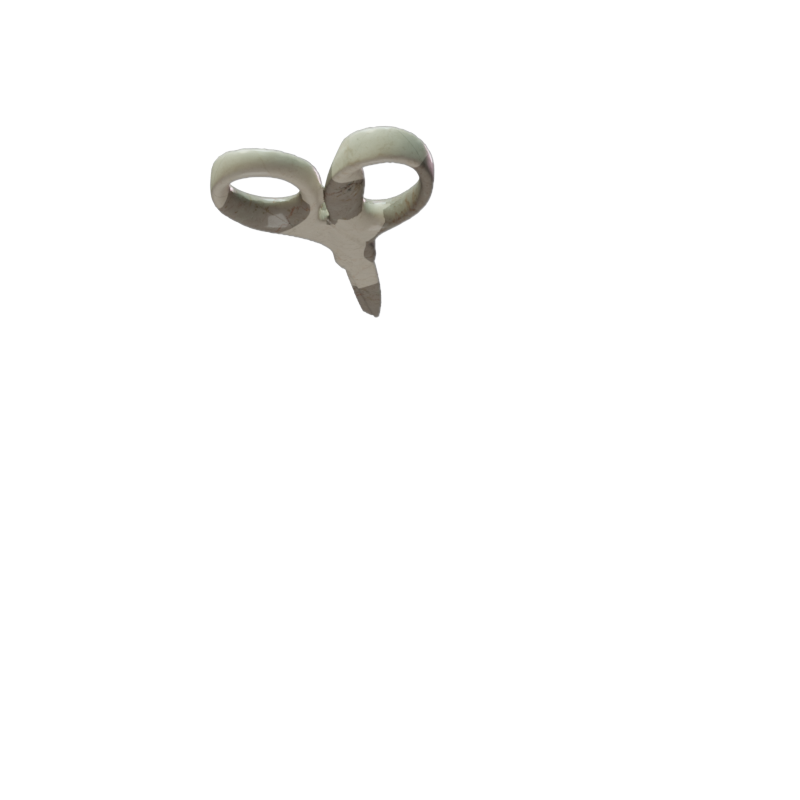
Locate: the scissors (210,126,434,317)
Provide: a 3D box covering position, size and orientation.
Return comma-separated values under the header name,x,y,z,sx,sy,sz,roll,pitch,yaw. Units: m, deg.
name,x,y,z,sx,sy,sz,roll,pitch,yaw
scissors,-0.038,-0.070,0.490,0.095,0.016,0.196,3,-15,-11
